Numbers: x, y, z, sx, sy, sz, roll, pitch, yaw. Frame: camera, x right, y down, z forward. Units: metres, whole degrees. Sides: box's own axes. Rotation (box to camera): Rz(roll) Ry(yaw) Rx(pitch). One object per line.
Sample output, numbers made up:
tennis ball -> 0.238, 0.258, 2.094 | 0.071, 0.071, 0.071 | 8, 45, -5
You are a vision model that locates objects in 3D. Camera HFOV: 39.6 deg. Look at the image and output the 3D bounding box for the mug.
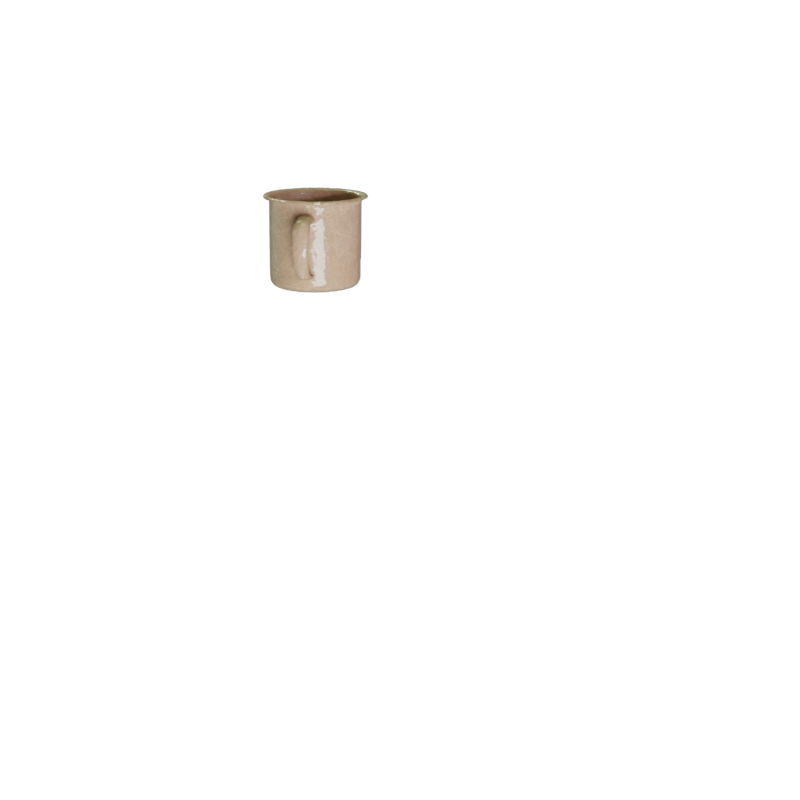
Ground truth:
mug -> -0.076, -0.139, 0.977 | 0.094, 0.079, 0.120 | 2, 16, 5
